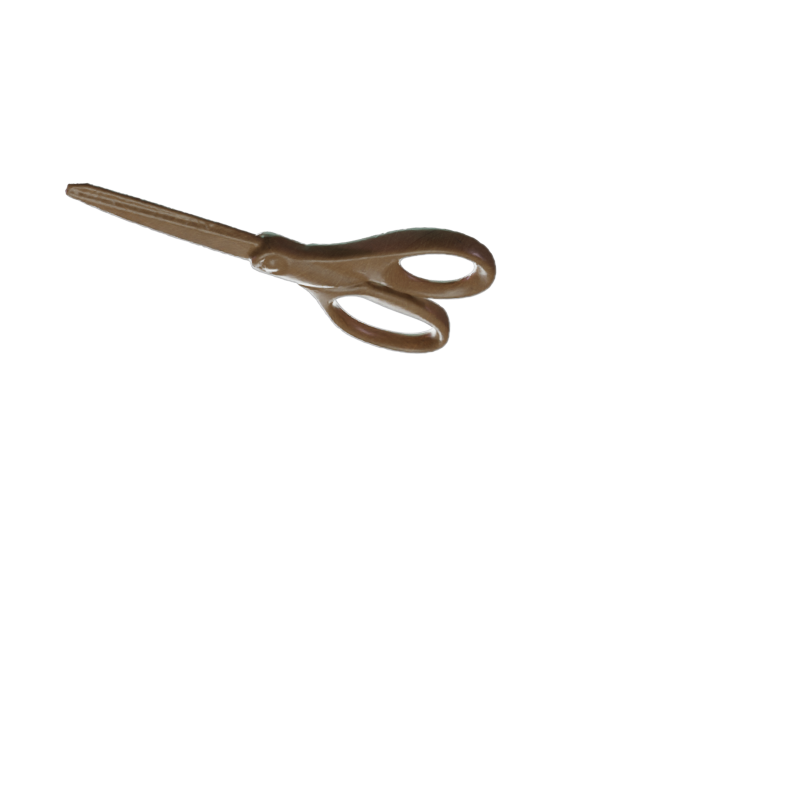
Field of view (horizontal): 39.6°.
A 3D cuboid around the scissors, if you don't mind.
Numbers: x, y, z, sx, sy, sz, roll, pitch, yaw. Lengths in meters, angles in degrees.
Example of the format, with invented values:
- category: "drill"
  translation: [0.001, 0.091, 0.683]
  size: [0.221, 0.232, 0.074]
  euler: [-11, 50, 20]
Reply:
- category: "scissors"
  translation: [-0.039, -0.071, 0.497]
  size: [0.189, 0.017, 0.096]
  euler: [28, -42, -36]
